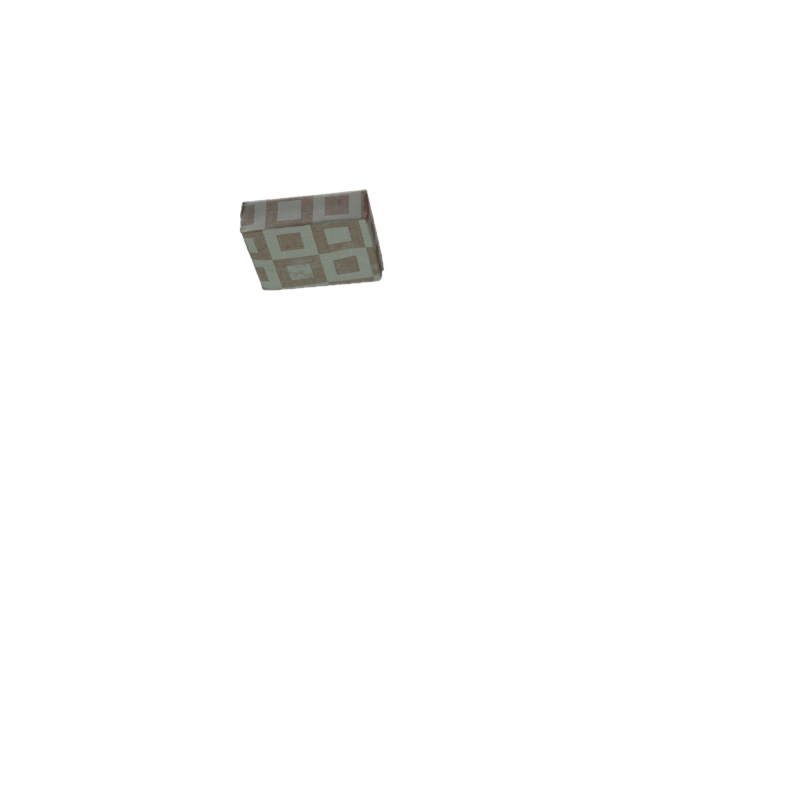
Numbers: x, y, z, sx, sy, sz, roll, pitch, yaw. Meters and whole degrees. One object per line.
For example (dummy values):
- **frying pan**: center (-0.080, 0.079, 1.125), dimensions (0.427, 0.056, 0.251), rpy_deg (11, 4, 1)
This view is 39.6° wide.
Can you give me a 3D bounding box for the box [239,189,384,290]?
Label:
- **box**: center (-0.076, -0.139, 0.973), dimensions (0.114, 0.042, 0.083), rpy_deg (-5, -35, 7)
